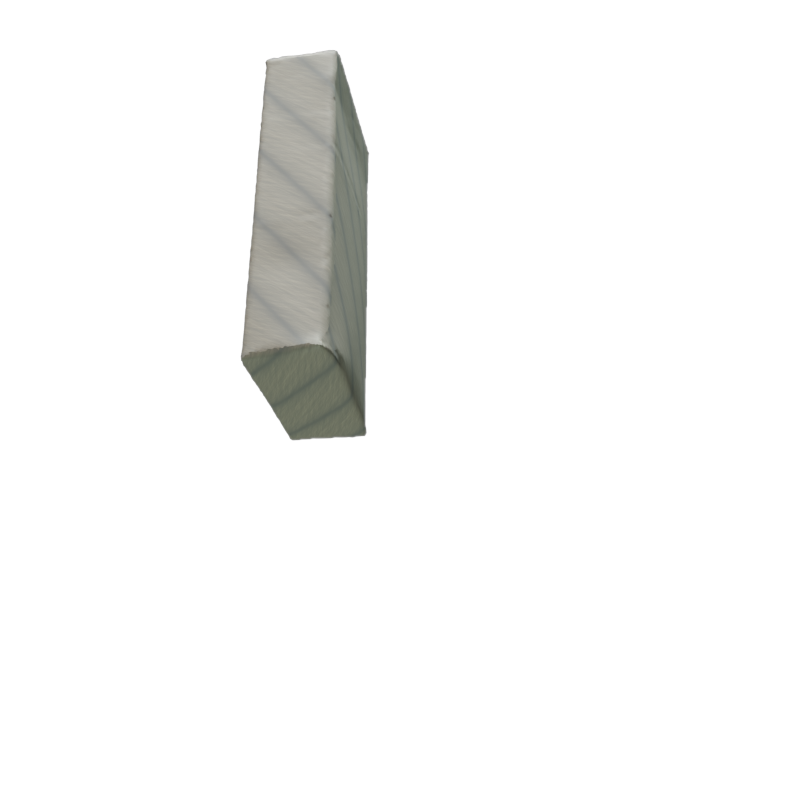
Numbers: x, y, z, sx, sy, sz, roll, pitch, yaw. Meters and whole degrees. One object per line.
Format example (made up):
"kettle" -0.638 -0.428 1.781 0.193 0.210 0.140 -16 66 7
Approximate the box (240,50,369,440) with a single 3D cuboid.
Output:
"box" -0.044 -0.080 0.560 0.048 0.188 0.087 -7 -32 8
